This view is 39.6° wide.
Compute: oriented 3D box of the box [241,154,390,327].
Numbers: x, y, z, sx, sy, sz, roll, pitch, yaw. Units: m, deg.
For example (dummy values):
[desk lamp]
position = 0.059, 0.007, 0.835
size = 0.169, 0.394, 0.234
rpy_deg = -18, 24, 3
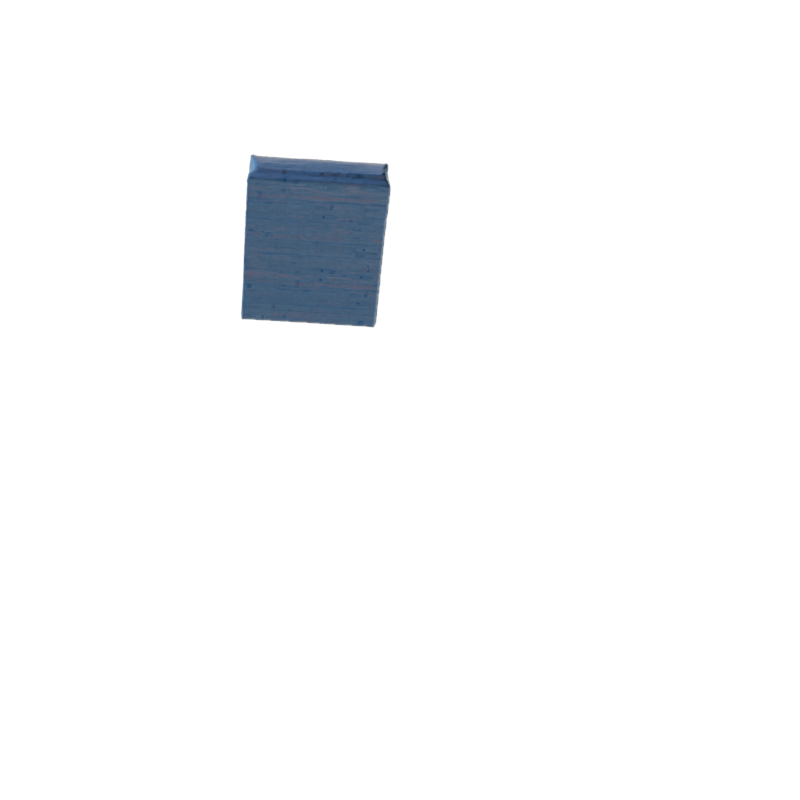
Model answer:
[box]
position = -0.046, -0.084, 0.586
size = 0.073, 0.084, 0.032
rpy_deg = 4, 32, -3
